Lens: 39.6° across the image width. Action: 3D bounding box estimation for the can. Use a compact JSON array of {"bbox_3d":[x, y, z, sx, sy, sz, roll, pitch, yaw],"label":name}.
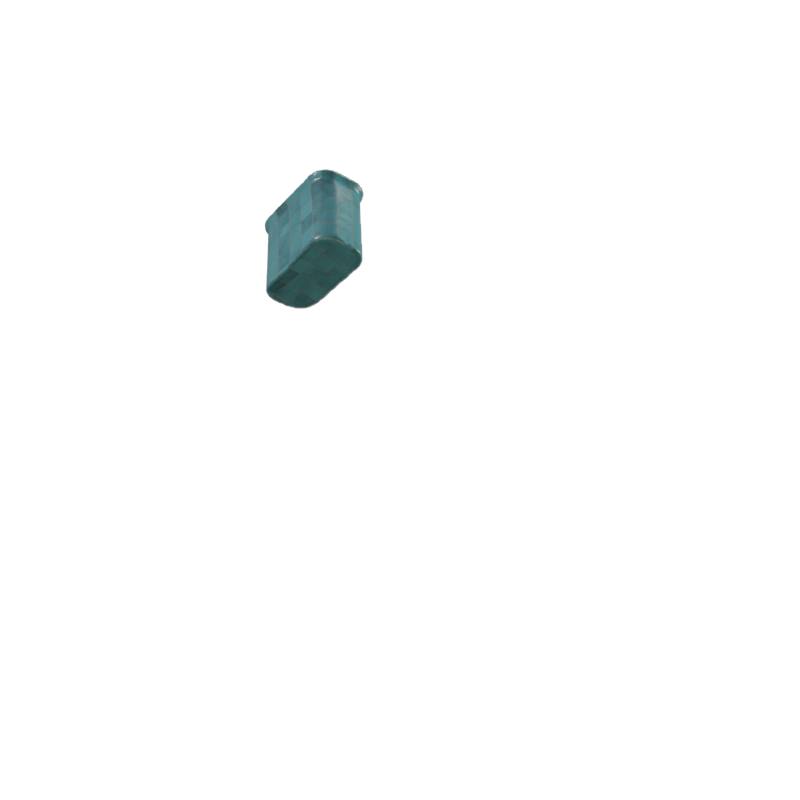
[{"bbox_3d":[-0.078,-0.142,0.994,0.054,0.090,0.100,27,-48,-30],"label":"can"}]
